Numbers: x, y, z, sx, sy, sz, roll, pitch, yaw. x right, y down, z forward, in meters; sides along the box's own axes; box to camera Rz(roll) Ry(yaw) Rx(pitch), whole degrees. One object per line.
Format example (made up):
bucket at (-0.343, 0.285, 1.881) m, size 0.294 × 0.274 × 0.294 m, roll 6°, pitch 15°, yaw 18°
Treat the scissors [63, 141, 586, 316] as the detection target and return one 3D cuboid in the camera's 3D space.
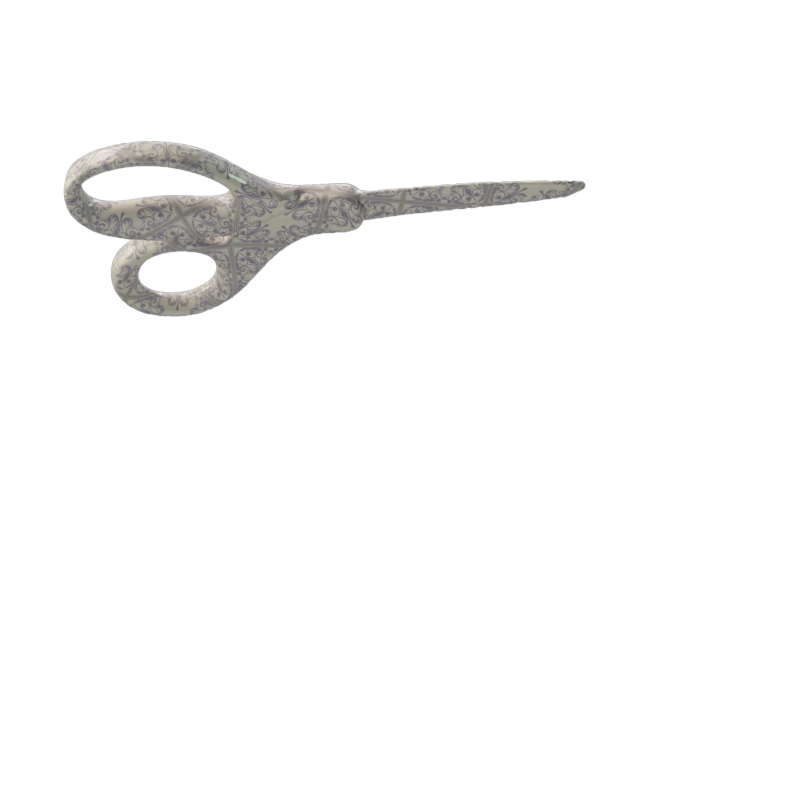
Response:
scissors at (-0.036, -0.065, 0.454) m, size 0.199 × 0.017 × 0.090 m, roll 6°, pitch -43°, yaw -7°
